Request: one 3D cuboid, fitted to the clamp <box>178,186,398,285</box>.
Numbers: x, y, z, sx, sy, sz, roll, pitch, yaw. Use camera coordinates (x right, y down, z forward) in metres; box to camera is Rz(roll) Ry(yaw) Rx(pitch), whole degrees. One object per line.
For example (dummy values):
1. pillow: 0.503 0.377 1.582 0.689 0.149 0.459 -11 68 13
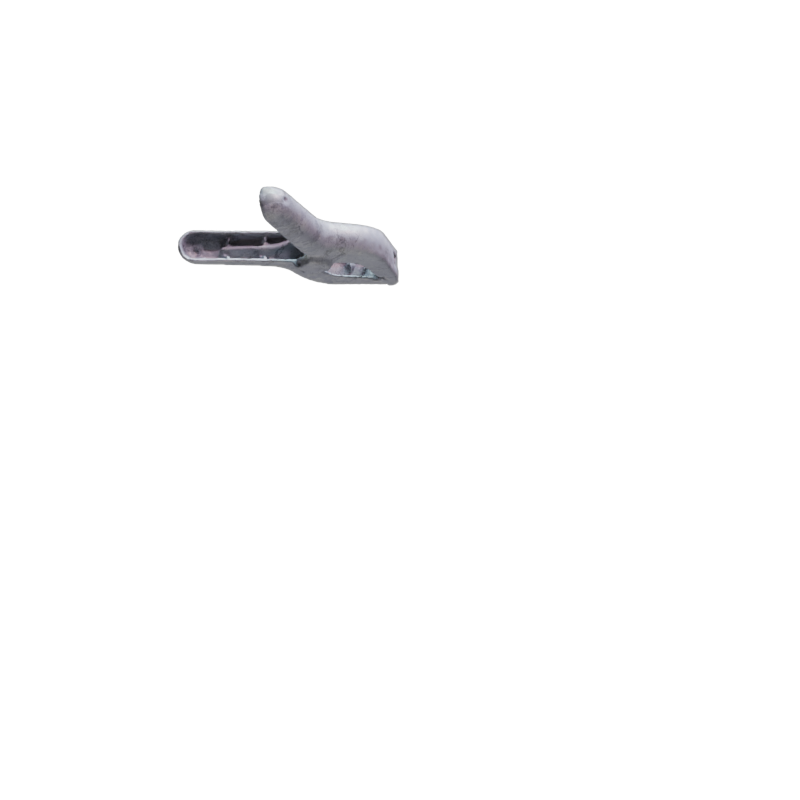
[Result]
1. clamp: -0.064 -0.116 0.812 0.165 0.040 0.121 4 -9 -29
